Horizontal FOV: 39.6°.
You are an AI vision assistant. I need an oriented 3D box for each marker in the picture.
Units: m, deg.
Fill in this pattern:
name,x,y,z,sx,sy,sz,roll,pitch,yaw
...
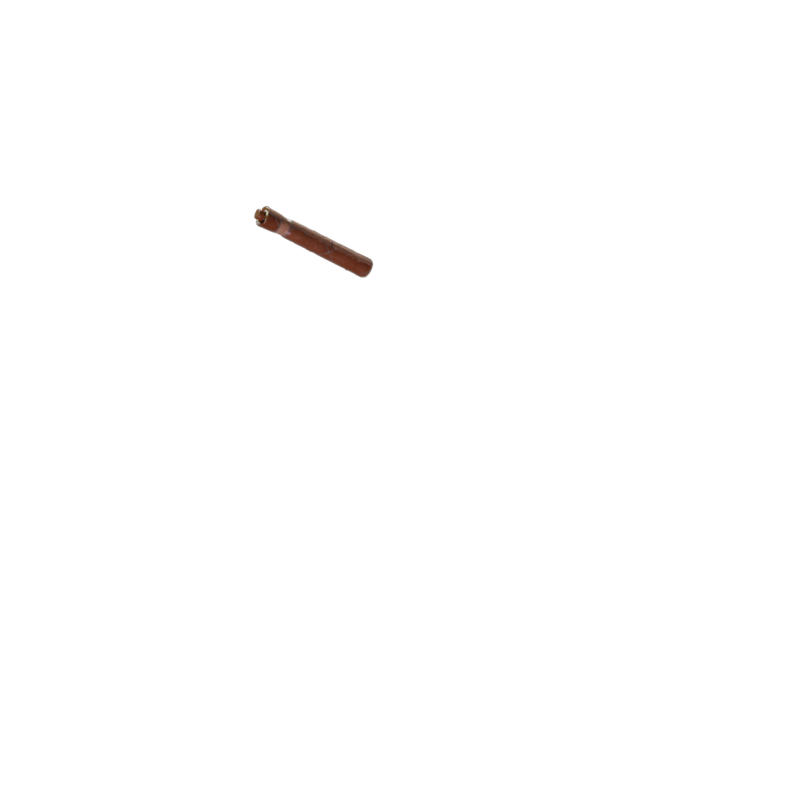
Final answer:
name,x,y,z,sx,sy,sz,roll,pitch,yaw
marker,-0.075,-0.137,0.959,0.114,0.020,0.020,24,-9,-30
